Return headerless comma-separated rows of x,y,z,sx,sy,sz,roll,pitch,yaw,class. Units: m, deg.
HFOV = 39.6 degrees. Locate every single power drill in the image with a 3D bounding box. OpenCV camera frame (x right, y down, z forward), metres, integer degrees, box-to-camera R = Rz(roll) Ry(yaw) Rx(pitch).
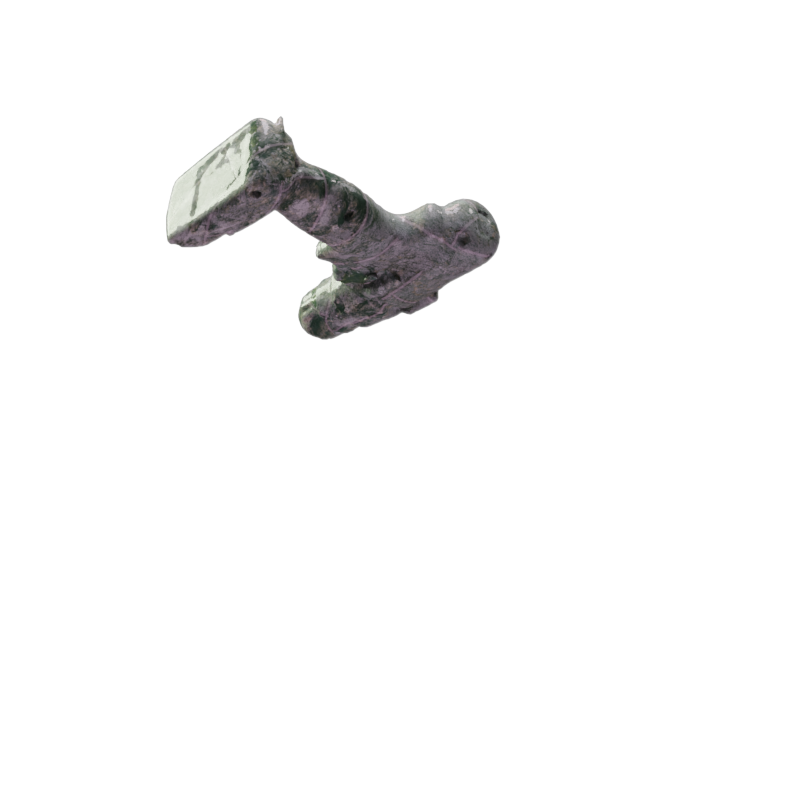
-0.058,-0.105,0.737,0.177,0.061,0.184,20,-33,-36,power drill
